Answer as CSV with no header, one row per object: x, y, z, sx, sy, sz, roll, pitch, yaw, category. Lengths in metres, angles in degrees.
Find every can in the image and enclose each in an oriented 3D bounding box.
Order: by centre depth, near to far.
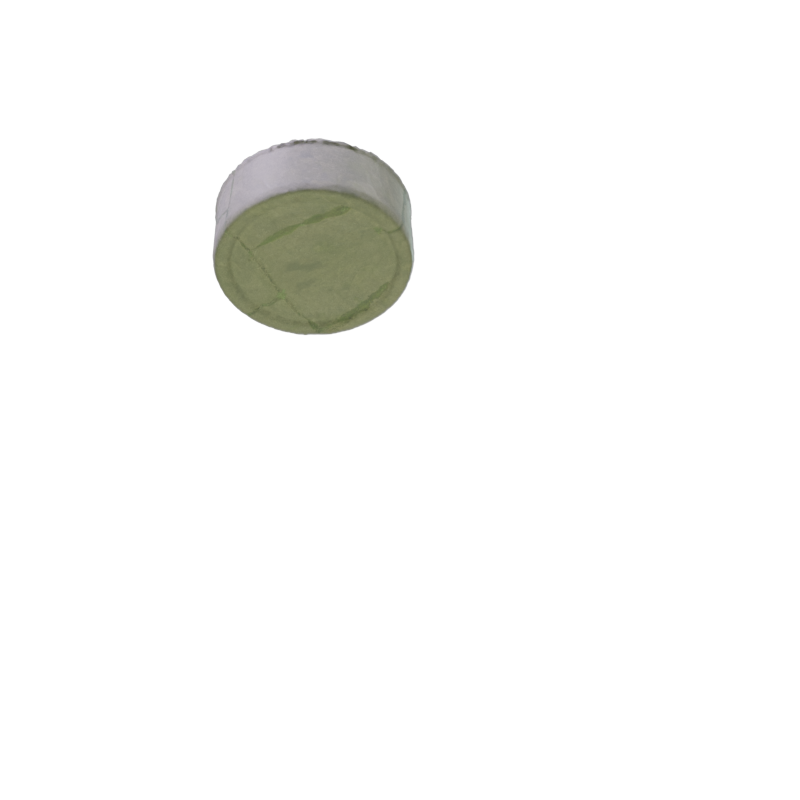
-0.037,-0.067,0.473,0.086,0.036,0.080,1,-44,-1,can
